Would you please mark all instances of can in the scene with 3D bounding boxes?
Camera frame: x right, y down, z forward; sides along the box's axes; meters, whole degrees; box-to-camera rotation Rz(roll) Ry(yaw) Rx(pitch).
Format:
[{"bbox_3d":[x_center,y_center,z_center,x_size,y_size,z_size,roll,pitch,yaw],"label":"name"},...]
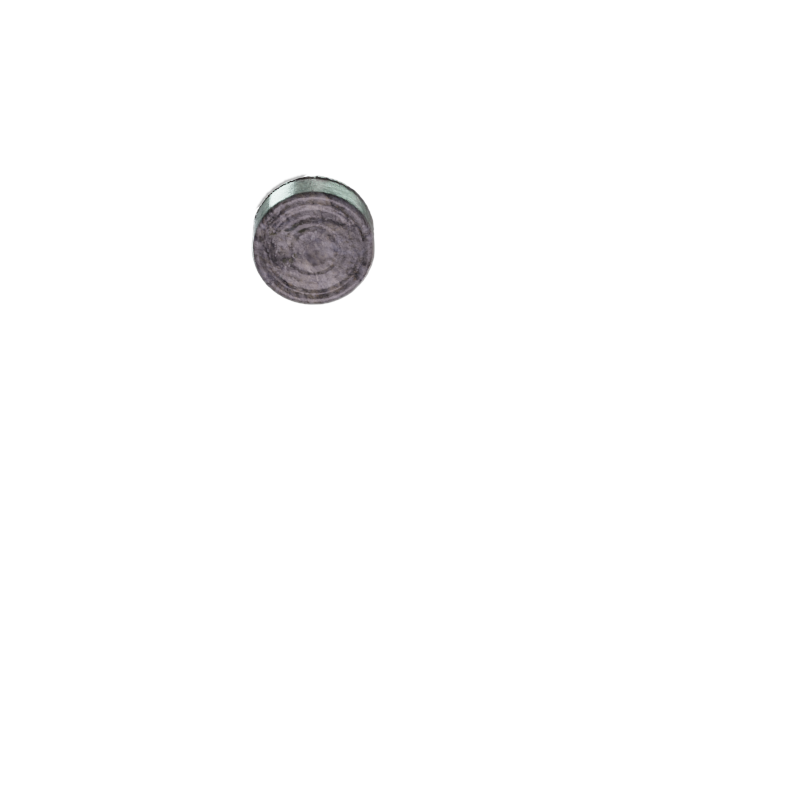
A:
[{"bbox_3d":[-0.060,-0.110,0.769,0.086,0.081,0.035,1,27,-1],"label":"can"}]
